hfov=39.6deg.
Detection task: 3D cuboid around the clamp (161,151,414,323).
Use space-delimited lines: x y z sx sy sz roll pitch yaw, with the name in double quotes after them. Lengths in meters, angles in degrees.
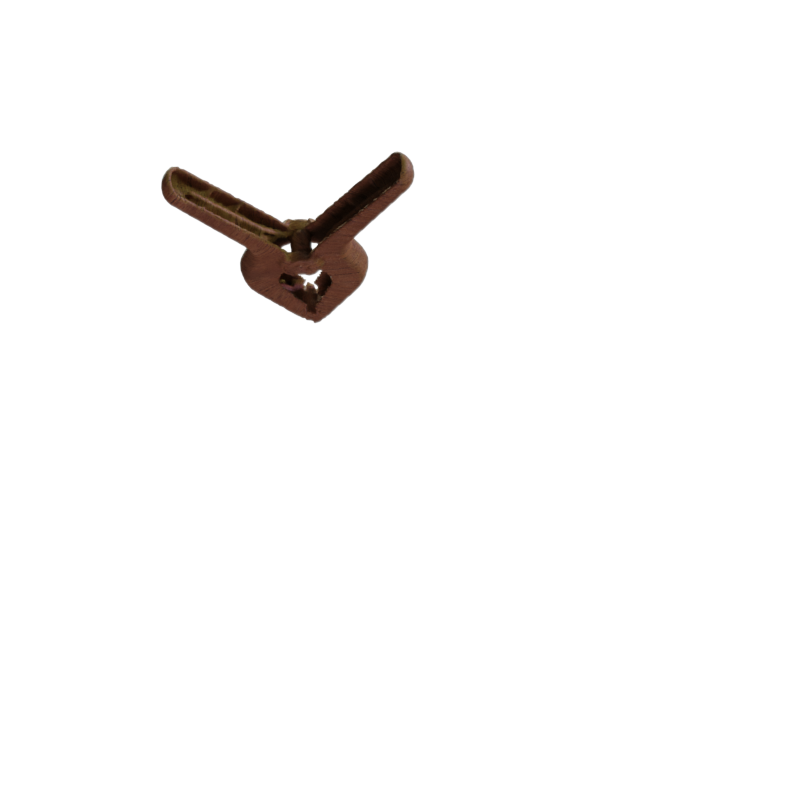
-0.062 -0.113 0.793 0.166 0.038 0.196 -4 -23 9 "clamp"
